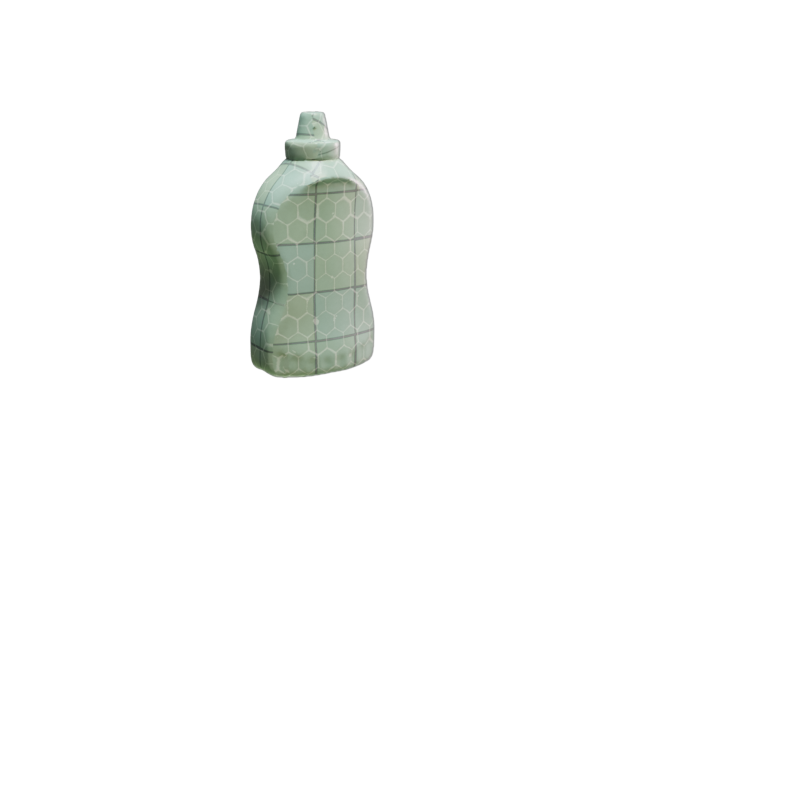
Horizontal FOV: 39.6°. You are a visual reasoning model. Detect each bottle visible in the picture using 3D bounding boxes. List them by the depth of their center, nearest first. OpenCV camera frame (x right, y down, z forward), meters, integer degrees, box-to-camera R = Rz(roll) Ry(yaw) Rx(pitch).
[{"bbox_3d":[-0.065,-0.118,0.824,0.093,0.187,0.062,-7,14,-32],"label":"bottle"}]
